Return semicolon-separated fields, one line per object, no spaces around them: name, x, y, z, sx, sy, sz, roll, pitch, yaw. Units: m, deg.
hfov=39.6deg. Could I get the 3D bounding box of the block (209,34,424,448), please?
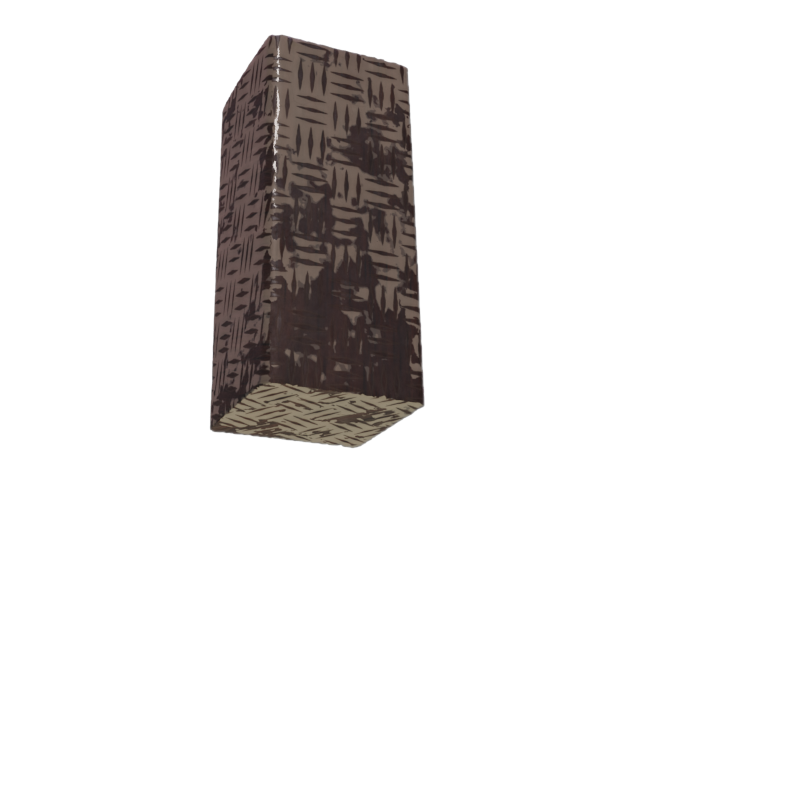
block;-0.049;-0.090;0.625;0.088;0.218;0.088;9;-26;-23
